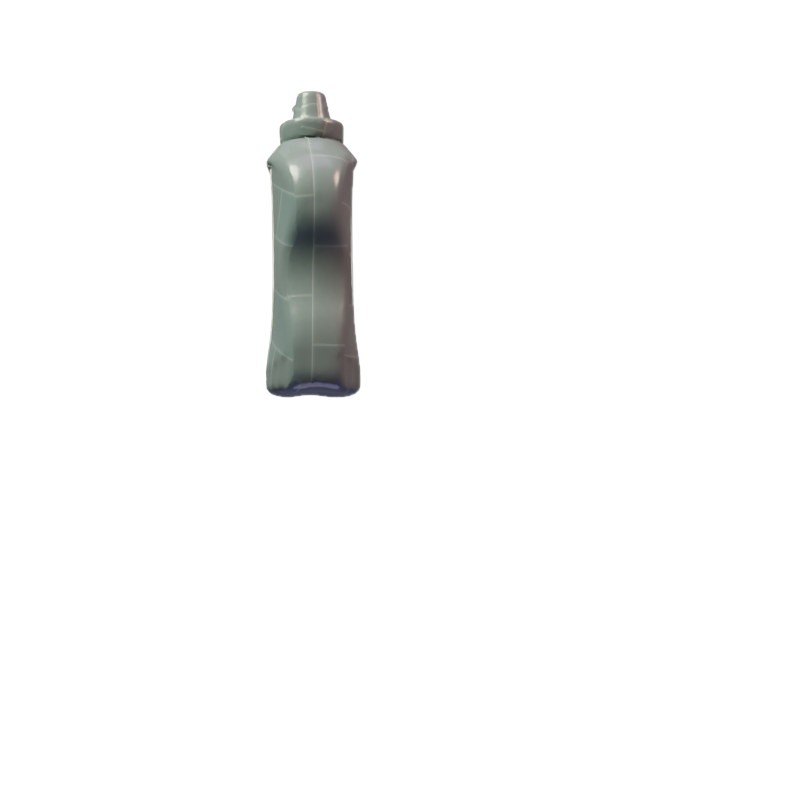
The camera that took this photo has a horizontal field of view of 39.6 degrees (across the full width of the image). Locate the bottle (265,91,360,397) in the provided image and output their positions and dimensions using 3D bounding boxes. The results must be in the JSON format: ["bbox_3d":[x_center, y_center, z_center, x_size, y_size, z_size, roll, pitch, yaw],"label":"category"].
[{"bbox_3d":[-0.055,-0.099,0.694,0.058,0.196,0.094,0,-8,-4],"label":"bottle"}]
